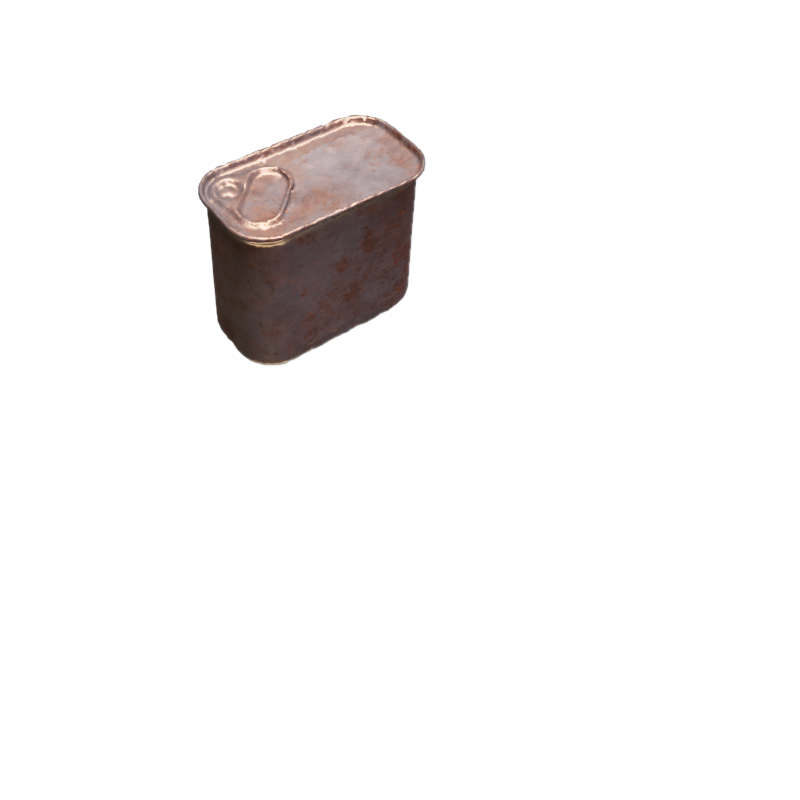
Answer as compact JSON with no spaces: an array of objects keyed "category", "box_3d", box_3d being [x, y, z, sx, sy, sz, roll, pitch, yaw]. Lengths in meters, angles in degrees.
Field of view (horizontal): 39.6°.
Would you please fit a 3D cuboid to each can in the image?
[{"category":"can","box_3d":[-0.041,-0.075,0.523,0.101,0.078,0.062,-27,53,-25]}]
